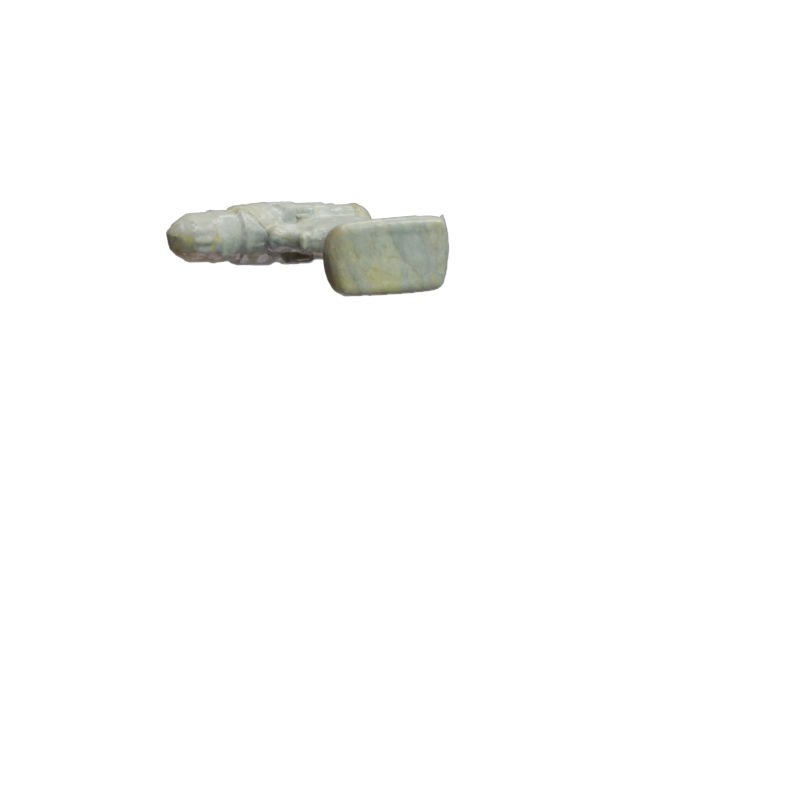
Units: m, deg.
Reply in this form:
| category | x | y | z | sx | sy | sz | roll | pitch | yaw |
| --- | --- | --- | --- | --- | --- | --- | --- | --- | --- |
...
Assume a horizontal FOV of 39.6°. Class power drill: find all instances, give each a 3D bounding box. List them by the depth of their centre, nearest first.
| category | x | y | z | sx | sy | sz | roll | pitch | yaw |
| --- | --- | --- | --- | --- | --- | --- | --- | --- | --- |
| power drill | -0.068 | -0.123 | 0.863 | 0.180 | 0.056 | 0.198 | -10 | 19 | -31 |
